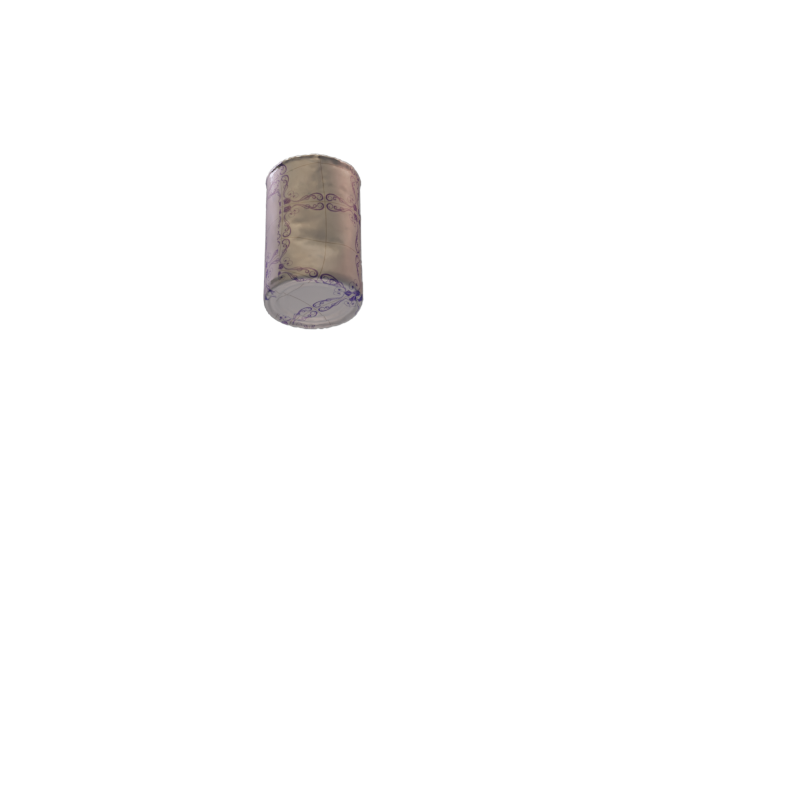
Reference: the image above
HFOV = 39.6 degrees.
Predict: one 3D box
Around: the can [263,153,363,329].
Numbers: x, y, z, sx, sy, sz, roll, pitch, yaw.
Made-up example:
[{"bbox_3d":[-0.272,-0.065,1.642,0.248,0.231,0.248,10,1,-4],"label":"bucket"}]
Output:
[{"bbox_3d":[-0.060,-0.109,0.761,0.068,0.109,0.064,-1,-31,-2],"label":"can"}]
